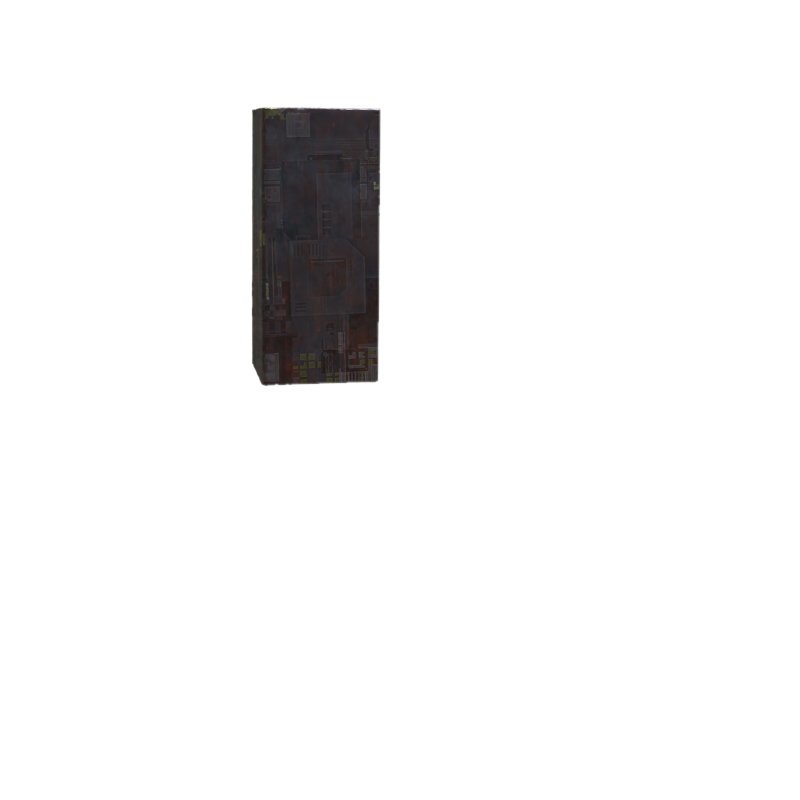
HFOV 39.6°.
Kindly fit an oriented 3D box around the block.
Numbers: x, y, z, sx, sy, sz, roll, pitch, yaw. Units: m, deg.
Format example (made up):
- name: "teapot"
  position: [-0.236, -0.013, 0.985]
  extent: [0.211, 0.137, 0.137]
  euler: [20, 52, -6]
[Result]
- name: "block"
  position: [-0.068, -0.123, 0.864]
  extent: [0.089, 0.203, 0.093]
  euler: [-1, 7, -11]
